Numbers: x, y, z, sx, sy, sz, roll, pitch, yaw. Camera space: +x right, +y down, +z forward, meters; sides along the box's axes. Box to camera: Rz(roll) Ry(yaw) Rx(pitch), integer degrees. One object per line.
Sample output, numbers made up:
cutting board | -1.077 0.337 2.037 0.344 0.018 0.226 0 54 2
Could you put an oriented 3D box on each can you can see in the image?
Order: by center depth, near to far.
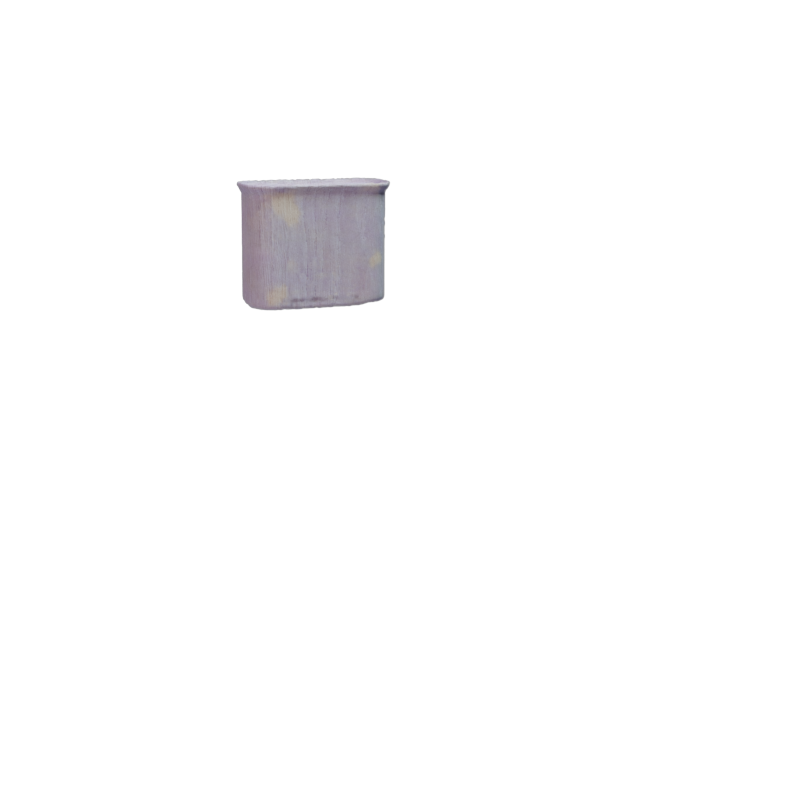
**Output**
can | -0.060 -0.109 0.761 0.100 0.082 0.060 -4 11 -18
